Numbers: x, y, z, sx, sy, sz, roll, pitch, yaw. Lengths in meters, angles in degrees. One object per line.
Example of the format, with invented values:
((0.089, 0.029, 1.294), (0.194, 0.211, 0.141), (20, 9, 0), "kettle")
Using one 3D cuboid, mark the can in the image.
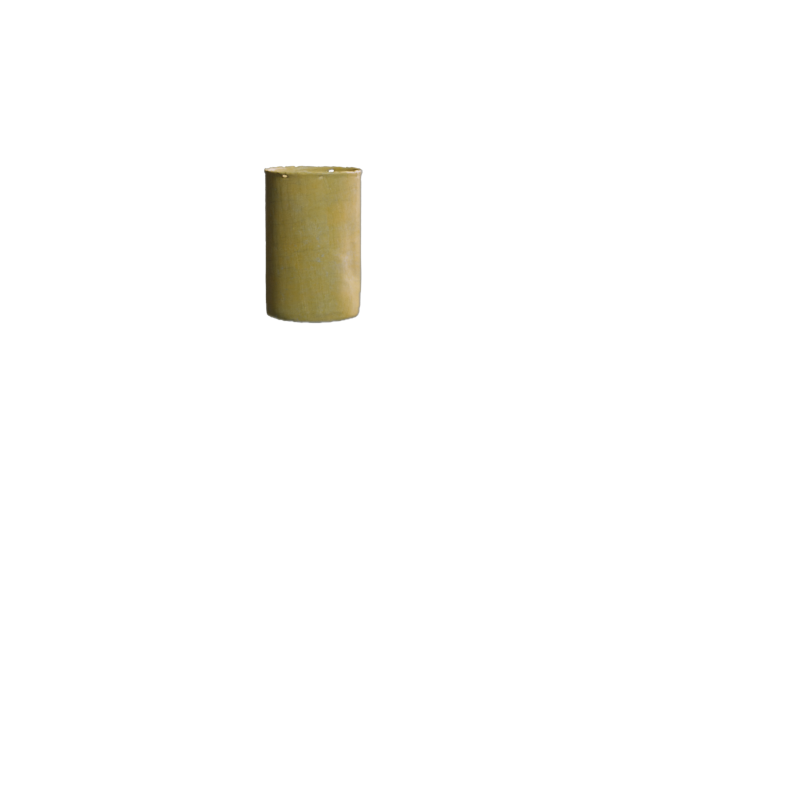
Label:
((-0.060, -0.110, 0.769), (0.068, 0.100, 0.070), (0, 10, -2), "can")
